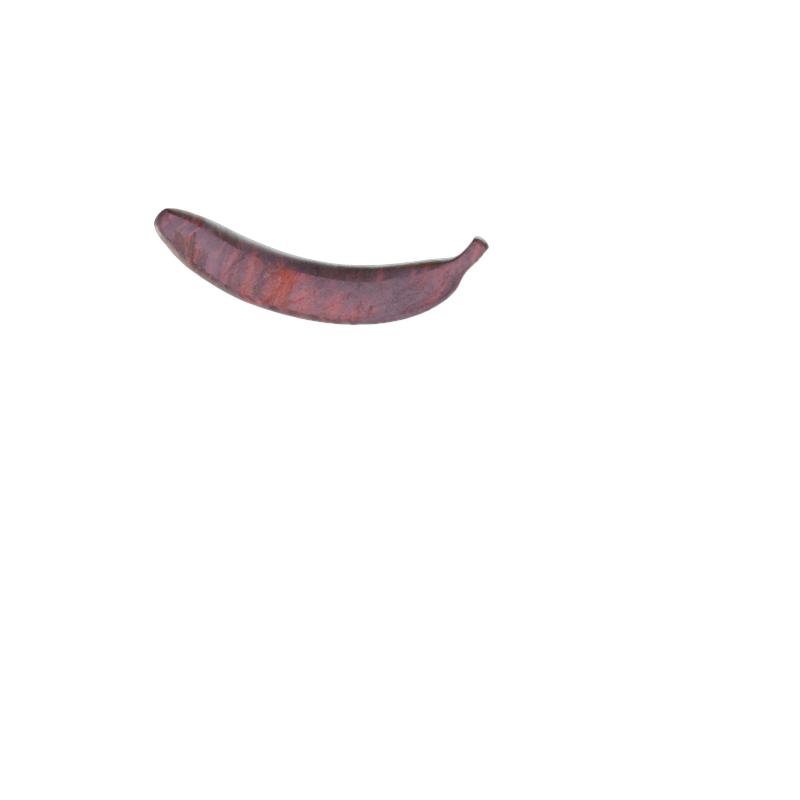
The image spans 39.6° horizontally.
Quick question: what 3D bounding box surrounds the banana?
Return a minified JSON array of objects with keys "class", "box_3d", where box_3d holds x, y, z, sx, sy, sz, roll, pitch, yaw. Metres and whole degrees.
[{"class":"banana","box_3d":[-0.050,-0.079,0.673,0.197,0.066,0.039,4,26,-2]}]
